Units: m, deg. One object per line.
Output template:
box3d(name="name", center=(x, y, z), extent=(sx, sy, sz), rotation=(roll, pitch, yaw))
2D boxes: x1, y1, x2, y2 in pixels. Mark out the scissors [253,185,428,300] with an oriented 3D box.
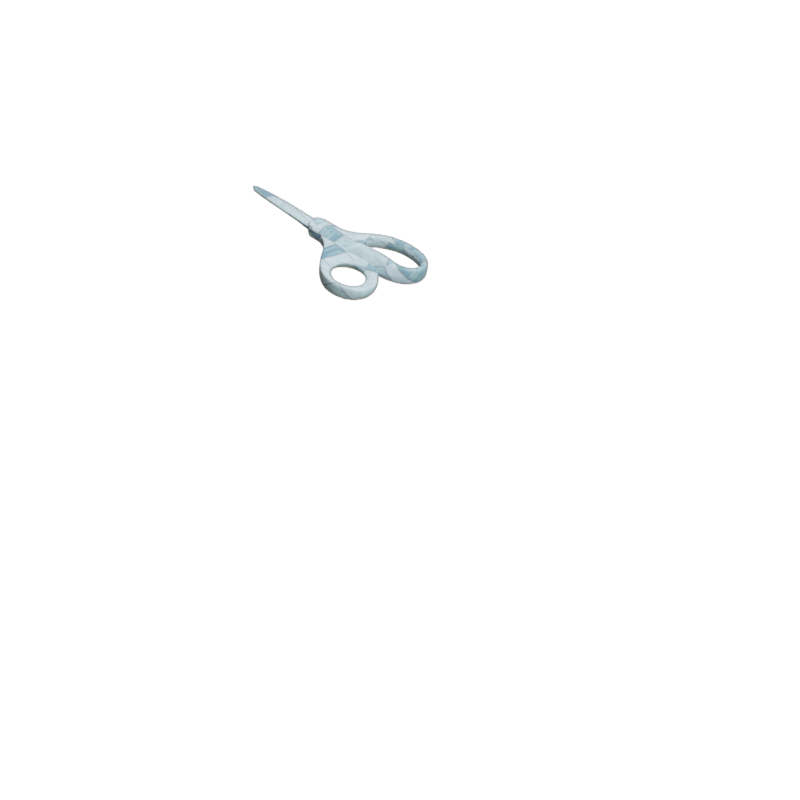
box3d(name="scissors", center=(-0.073, -0.133, 0.931), extent=(0.213, 0.015, 0.097), rotation=(24, 43, 28))
